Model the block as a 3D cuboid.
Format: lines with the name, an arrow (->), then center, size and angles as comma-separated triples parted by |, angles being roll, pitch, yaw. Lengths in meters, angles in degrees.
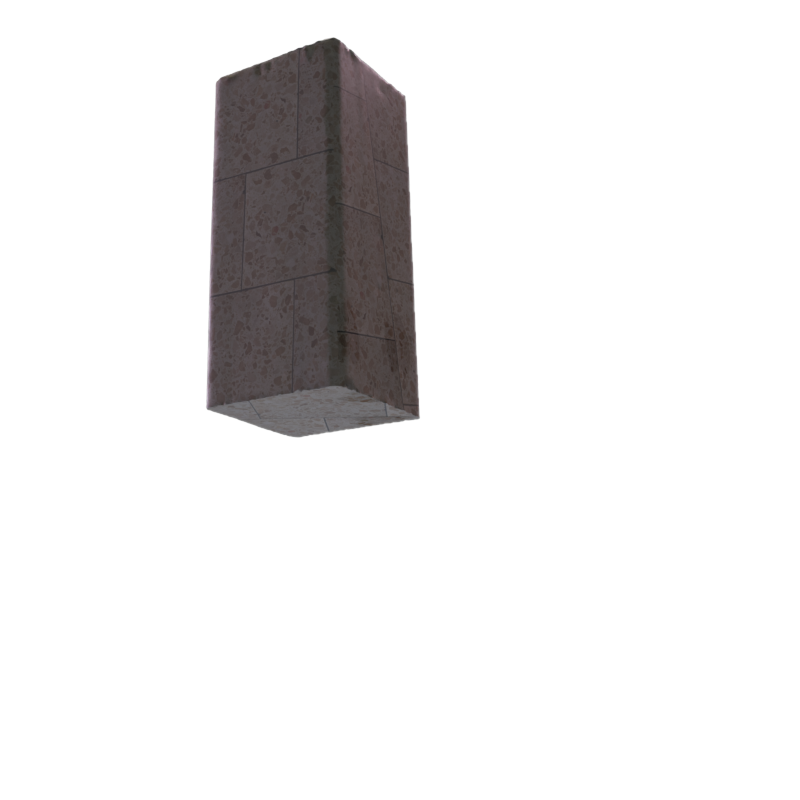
block -> -0.052, -0.093, 0.651 | 0.092, 0.216, 0.084 | -13, -24, 29
